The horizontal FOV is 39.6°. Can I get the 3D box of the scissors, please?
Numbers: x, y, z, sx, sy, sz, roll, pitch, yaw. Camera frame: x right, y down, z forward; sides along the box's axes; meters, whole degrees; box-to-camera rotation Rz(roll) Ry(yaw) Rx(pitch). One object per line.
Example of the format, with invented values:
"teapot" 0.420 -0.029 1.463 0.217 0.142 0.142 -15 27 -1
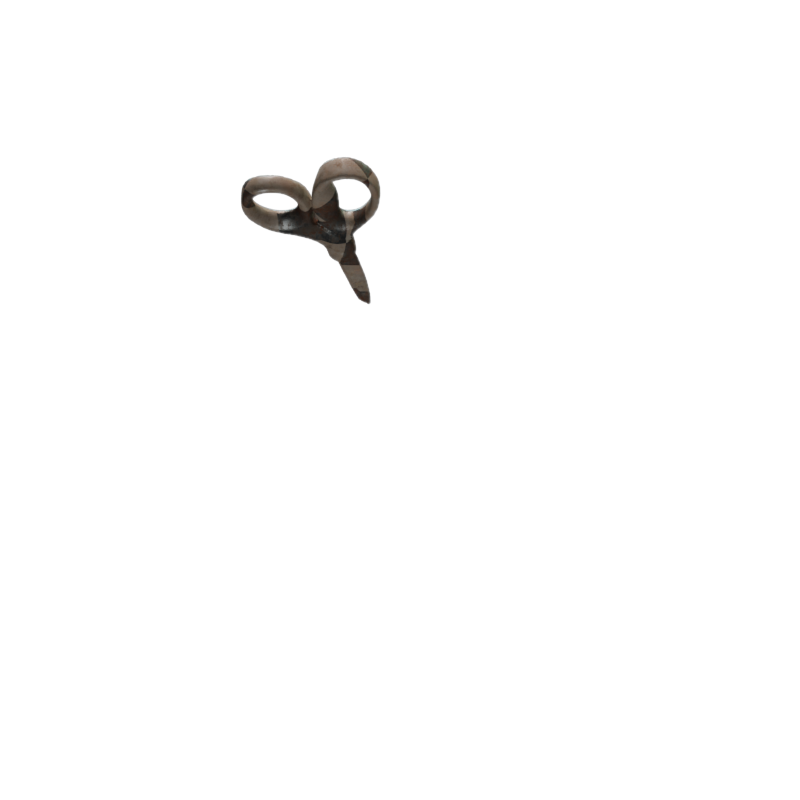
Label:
"scissors" -0.059 -0.107 0.747 0.096 0.017 0.193 2 -20 -6
